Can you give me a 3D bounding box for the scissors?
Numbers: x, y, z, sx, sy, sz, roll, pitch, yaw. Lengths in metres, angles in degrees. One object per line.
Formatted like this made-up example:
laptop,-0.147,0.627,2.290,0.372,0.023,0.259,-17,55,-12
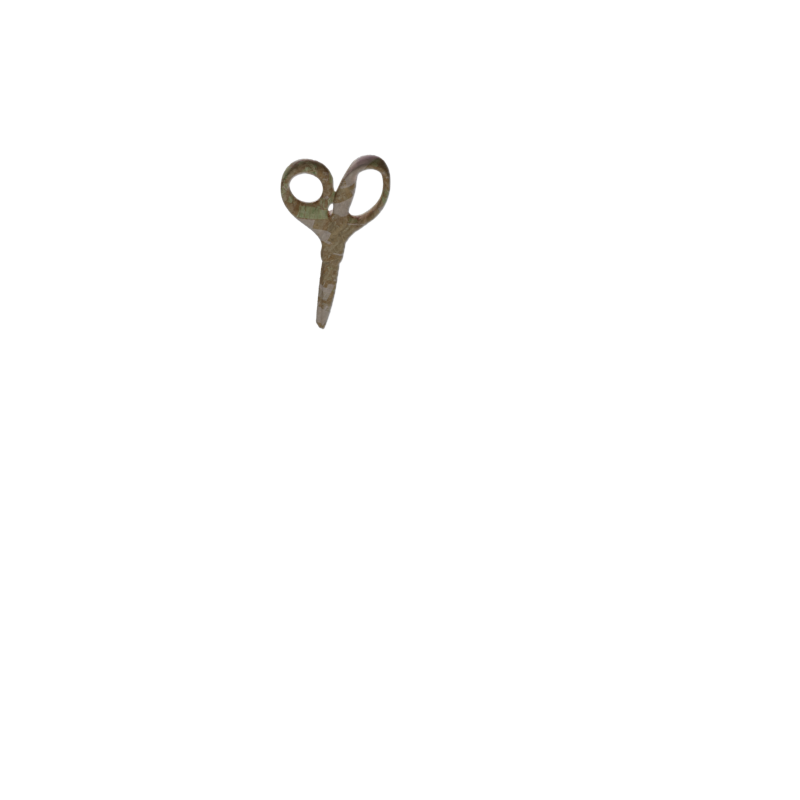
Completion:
scissors,-0.073,-0.132,0.928,0.093,0.017,0.194,16,-44,-18
